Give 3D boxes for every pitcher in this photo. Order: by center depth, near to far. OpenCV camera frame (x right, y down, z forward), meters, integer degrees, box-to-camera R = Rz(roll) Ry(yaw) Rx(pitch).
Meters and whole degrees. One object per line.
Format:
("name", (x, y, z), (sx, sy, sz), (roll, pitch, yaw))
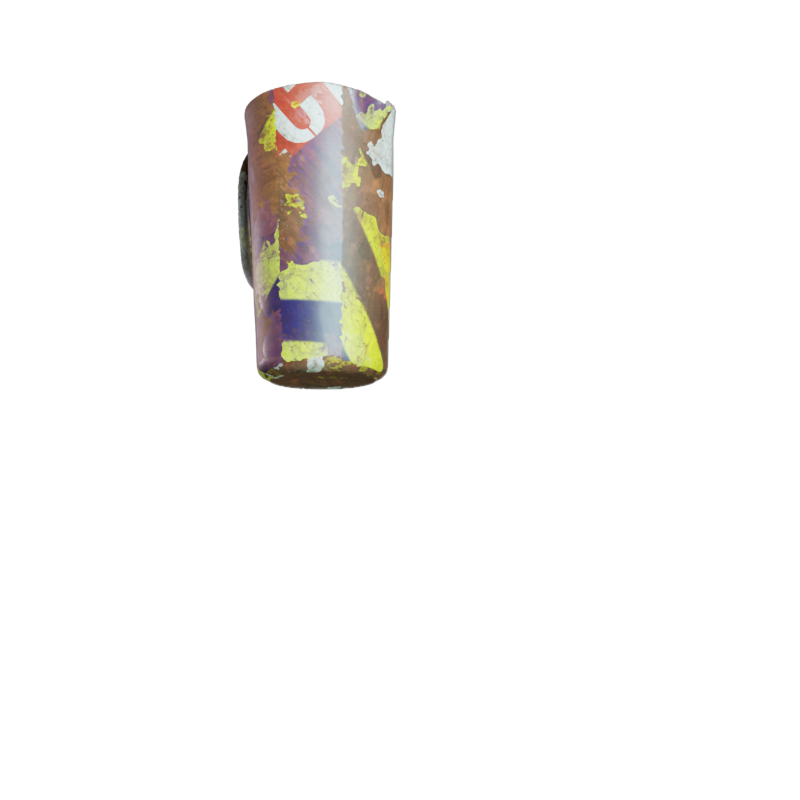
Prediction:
("pitcher", (-0.074, -0.135, 0.947), (0.145, 0.252, 0.144), (-1, -15, 0))
